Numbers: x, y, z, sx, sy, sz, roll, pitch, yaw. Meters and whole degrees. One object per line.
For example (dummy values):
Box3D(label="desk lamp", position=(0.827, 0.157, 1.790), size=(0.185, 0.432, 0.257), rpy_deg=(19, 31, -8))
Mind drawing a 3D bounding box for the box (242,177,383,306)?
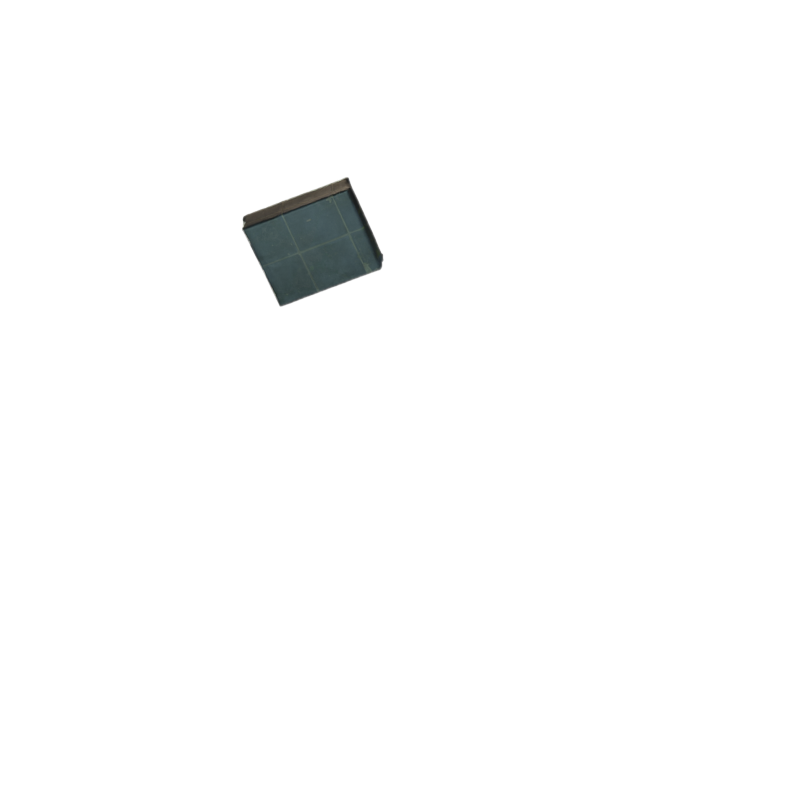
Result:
Box3D(label="box", position=(-0.066, -0.122, 0.851), size=(0.089, 0.069, 0.032), rpy_deg=(-20, 26, 10))
